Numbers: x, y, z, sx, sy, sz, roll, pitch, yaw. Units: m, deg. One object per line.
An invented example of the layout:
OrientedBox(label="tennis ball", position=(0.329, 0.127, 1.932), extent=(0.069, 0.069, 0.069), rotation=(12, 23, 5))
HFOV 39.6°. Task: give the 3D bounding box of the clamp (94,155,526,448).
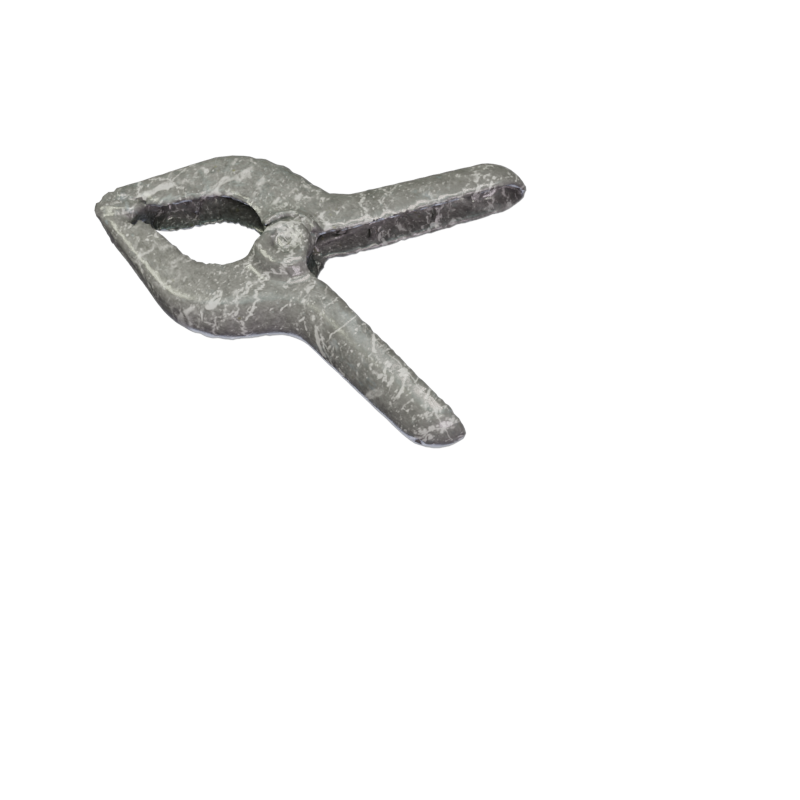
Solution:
OrientedBox(label="clamp", position=(-0.035, -0.064, 0.447), extent=(0.176, 0.124, 0.037), rotation=(22, -28, 12))
